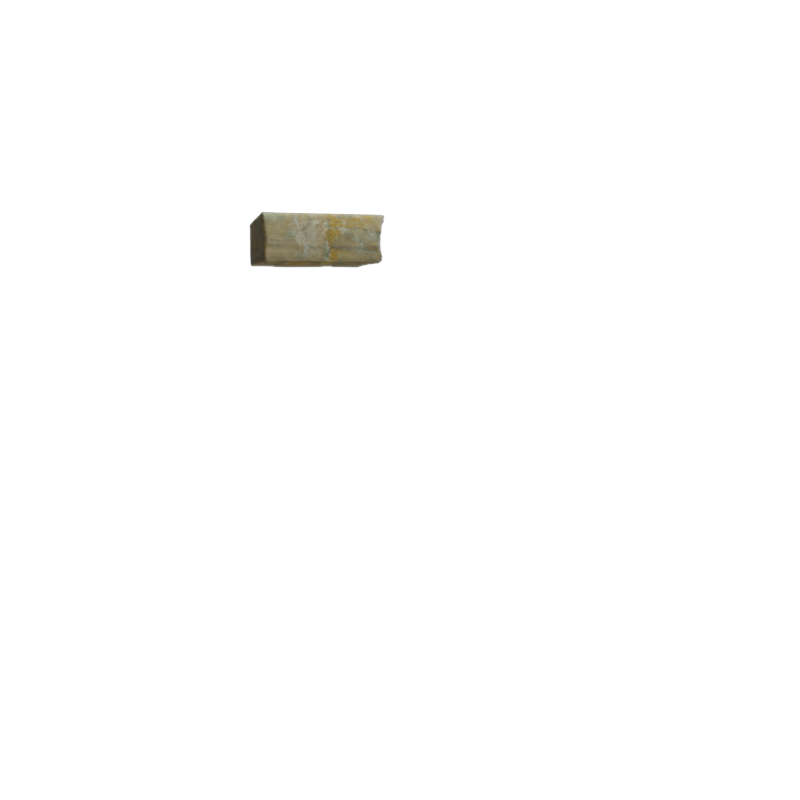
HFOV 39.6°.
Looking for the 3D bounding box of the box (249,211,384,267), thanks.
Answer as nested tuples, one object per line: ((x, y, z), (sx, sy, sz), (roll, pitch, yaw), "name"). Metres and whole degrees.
((-0.066, -0.120, 0.842), (0.089, 0.039, 0.115), (-1, 6, -10), "box")
